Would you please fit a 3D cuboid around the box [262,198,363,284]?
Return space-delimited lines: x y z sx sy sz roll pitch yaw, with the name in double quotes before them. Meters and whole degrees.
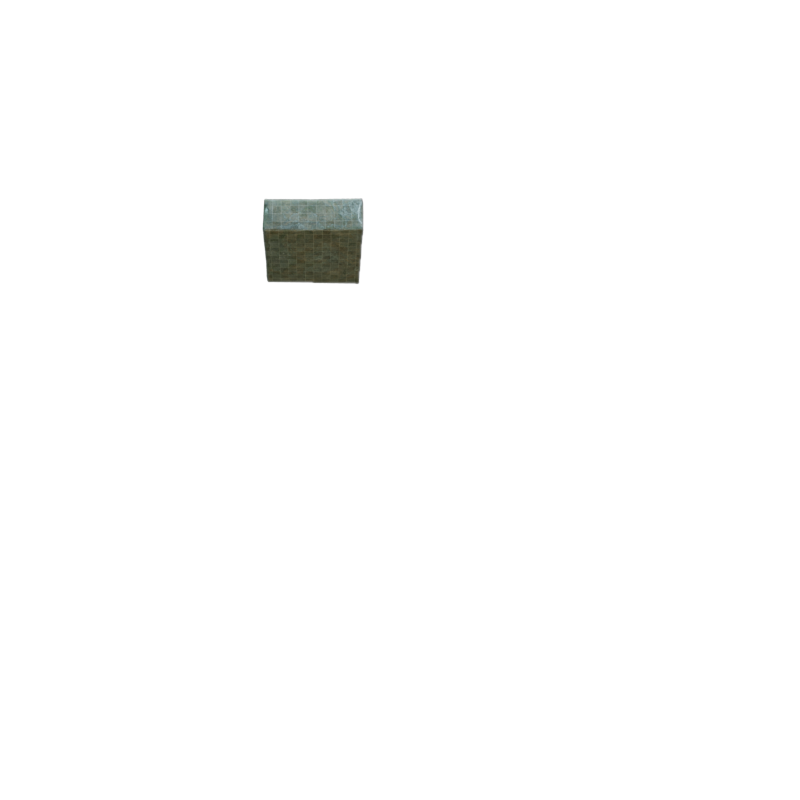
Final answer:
"box" -0.066 -0.120 0.841 0.073 0.032 0.085 1 -23 -2
